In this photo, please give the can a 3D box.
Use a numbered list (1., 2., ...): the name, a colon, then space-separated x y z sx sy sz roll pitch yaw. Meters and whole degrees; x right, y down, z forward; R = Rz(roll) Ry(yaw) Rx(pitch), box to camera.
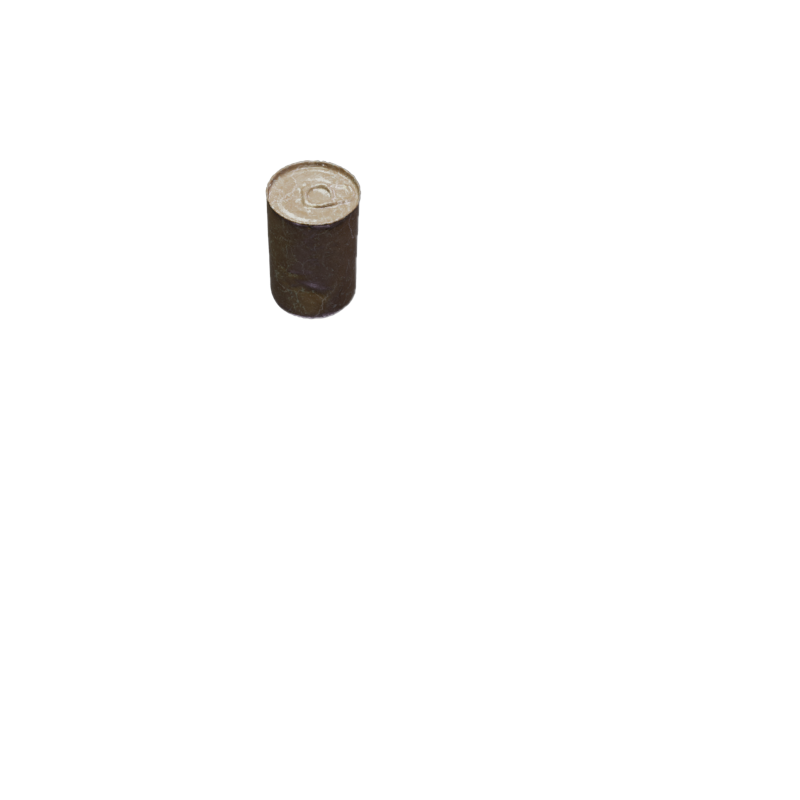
1. can: -0.064 -0.117 0.823 0.068 0.074 0.095 0 -41 -3
